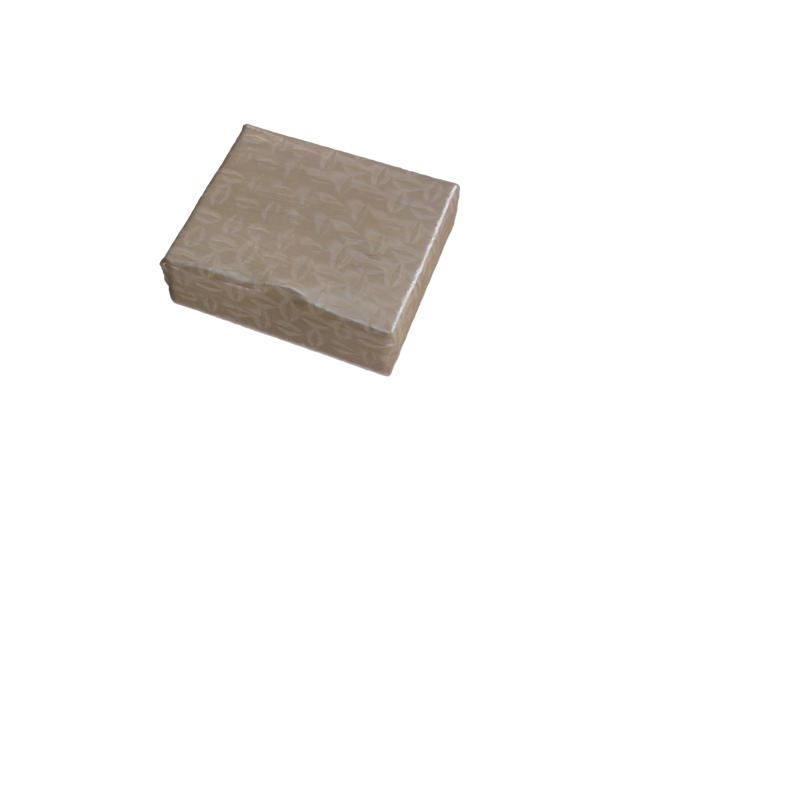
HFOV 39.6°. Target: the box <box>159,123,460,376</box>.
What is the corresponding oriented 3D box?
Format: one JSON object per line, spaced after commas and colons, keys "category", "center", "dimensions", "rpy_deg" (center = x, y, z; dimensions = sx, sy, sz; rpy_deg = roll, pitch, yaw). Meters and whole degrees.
{"category": "box", "center": [-0.032, -0.058, 0.407], "dimensions": [0.092, 0.076, 0.028], "rpy_deg": [18, -33, 12]}
